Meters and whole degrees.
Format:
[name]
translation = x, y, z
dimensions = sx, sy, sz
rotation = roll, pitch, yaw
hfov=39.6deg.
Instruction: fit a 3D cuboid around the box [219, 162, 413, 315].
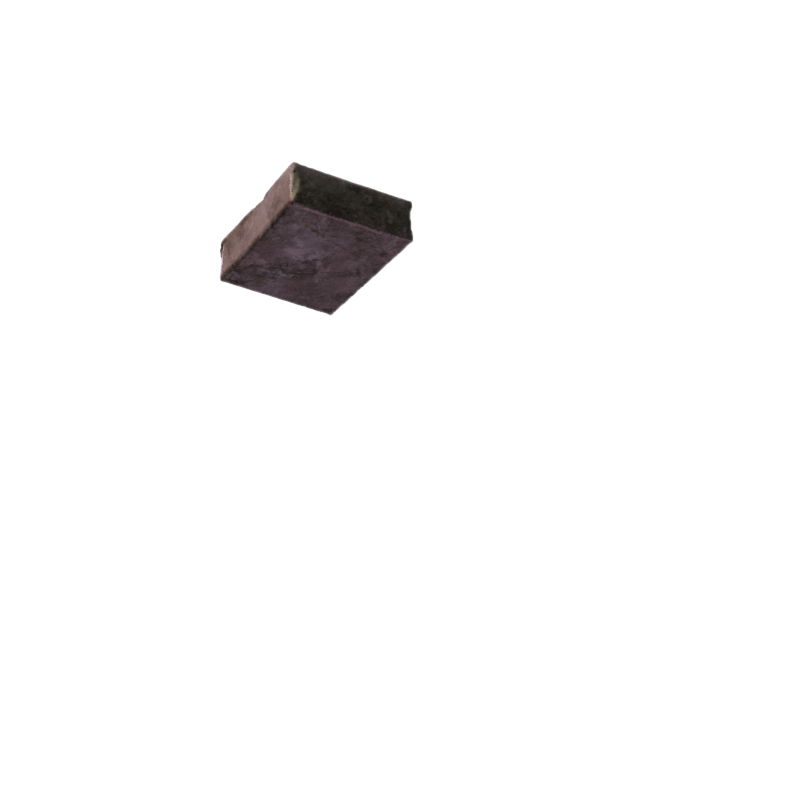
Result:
[box]
translation = -0.047, -0.086, 0.602
dimensions = 0.070, 0.032, 0.088
rotation = 16, -32, -28
